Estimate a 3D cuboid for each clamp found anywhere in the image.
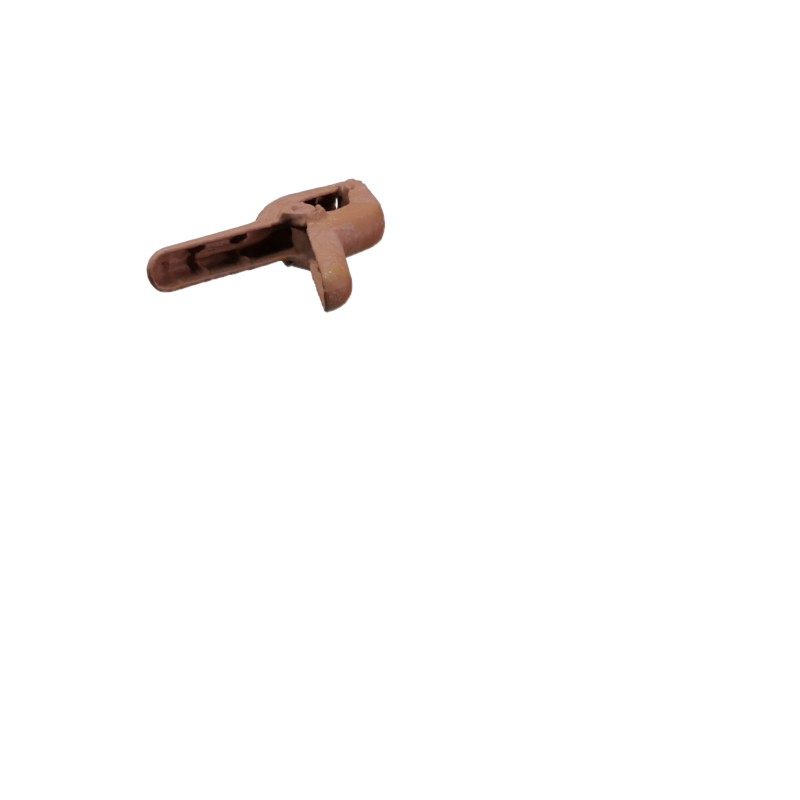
[{"bbox_3d":[-0.051,-0.092,0.646,0.126,0.037,0.173,17,34,27],"label":"clamp"}]
